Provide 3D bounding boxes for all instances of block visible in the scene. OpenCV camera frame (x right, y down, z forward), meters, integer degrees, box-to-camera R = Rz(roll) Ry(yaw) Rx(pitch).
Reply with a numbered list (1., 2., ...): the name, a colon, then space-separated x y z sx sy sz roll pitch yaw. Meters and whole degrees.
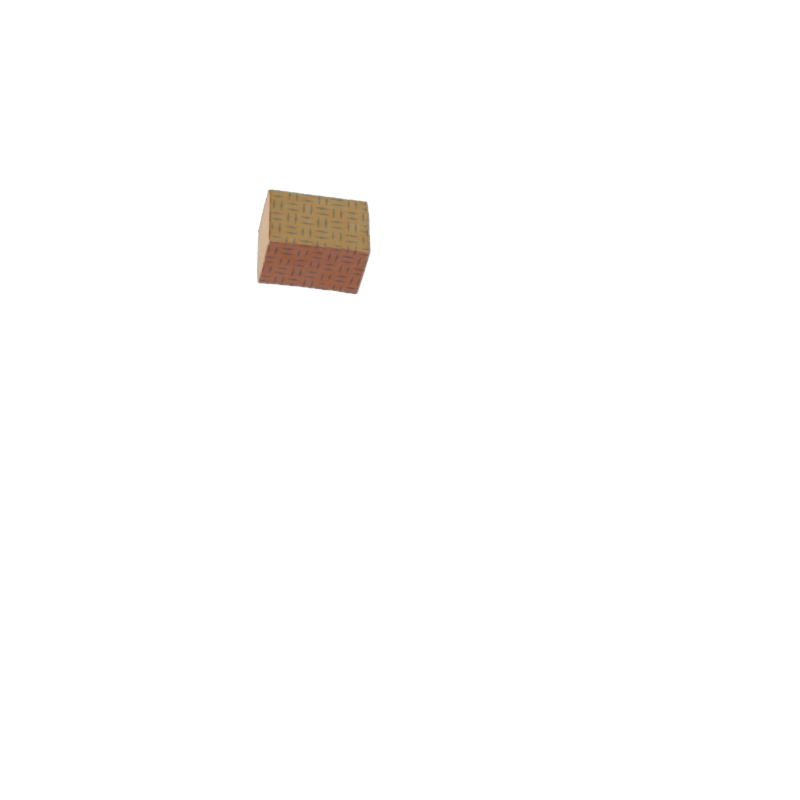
1. block: -0.065 -0.118 0.827 0.077 0.055 0.050 7 -38 -10
